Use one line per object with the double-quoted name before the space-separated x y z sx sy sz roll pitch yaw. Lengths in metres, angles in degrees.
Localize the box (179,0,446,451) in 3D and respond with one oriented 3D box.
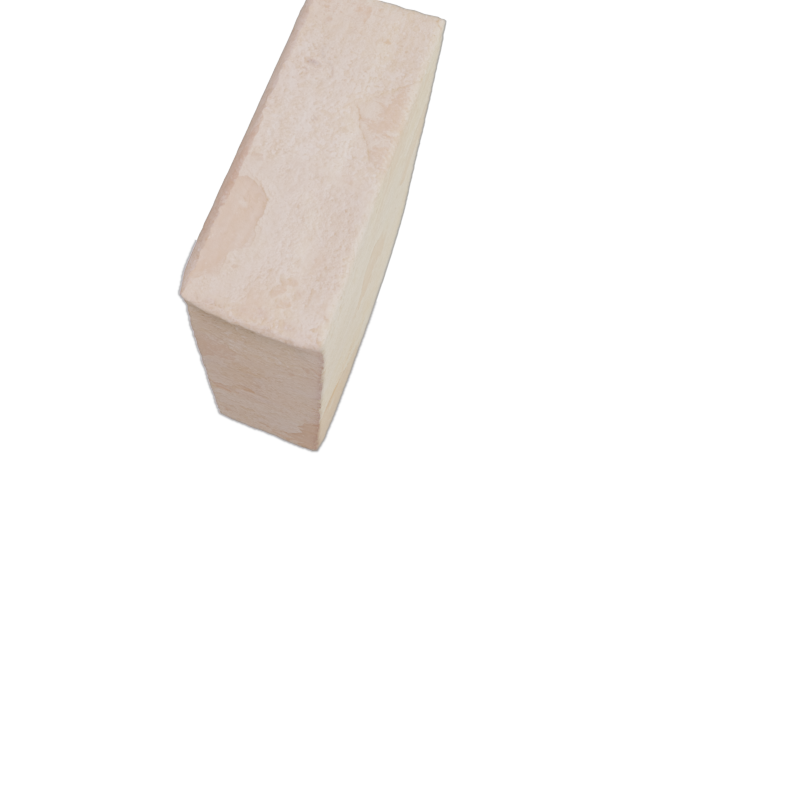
"box" -0.044 -0.080 0.562 0.072 0.170 0.205 19 -17 1
